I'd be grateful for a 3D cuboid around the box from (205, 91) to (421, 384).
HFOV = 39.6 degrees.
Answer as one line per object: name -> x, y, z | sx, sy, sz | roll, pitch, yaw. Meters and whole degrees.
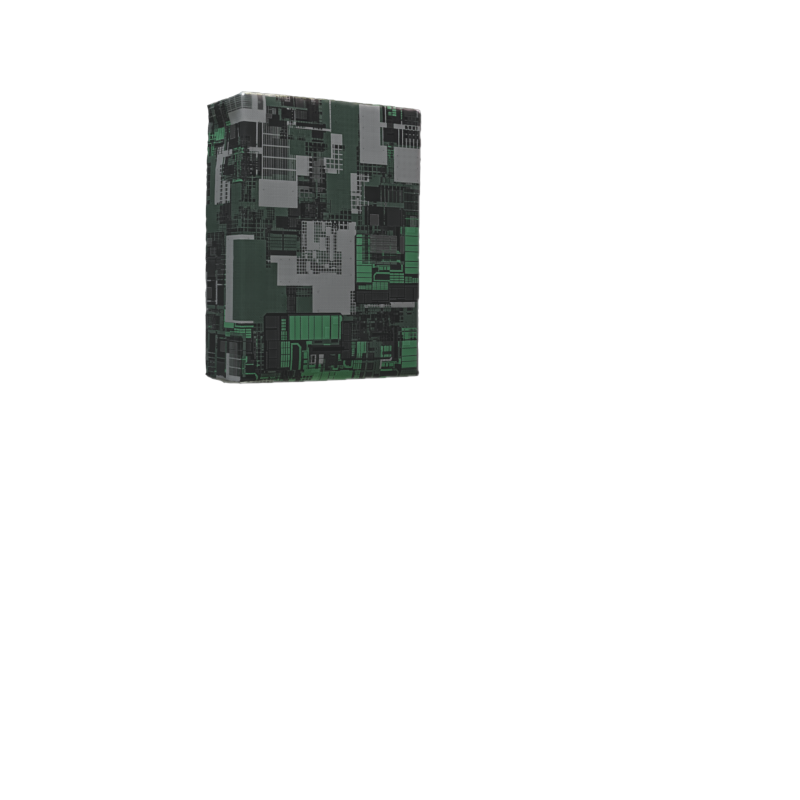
box -> -0.068, -0.123, 0.864 | 0.158, 0.215, 0.074 | 0, -1, -33
